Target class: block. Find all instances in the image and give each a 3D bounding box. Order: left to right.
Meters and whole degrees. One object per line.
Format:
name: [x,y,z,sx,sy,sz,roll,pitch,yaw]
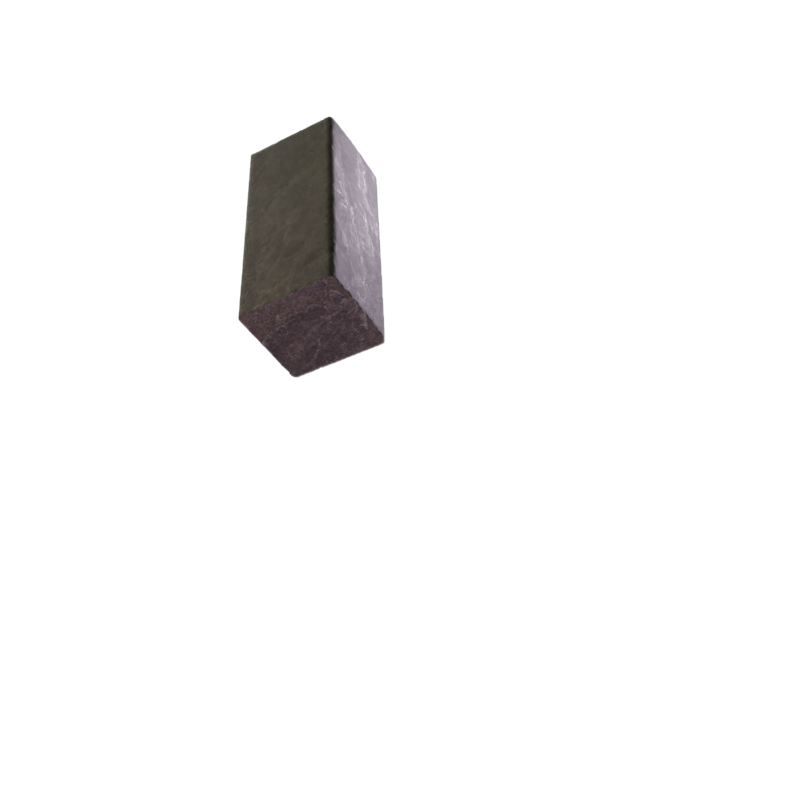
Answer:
block: [-0.074,-0.136,0.957,0.091,0.221,0.083,-23,-46,19]
